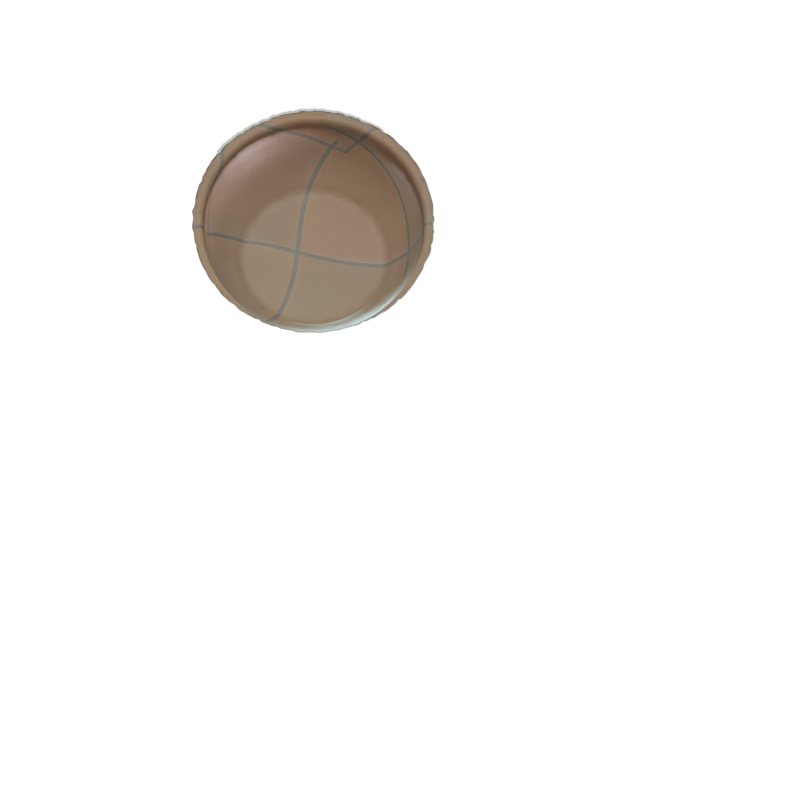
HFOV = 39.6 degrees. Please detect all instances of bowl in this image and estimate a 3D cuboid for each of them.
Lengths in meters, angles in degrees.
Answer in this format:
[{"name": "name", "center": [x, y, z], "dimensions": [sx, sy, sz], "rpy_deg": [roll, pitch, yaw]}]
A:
[{"name": "bowl", "center": [-0.056, -0.102, 0.717], "dimensions": [0.162, 0.153, 0.058], "rpy_deg": [1, 26, -1]}]
